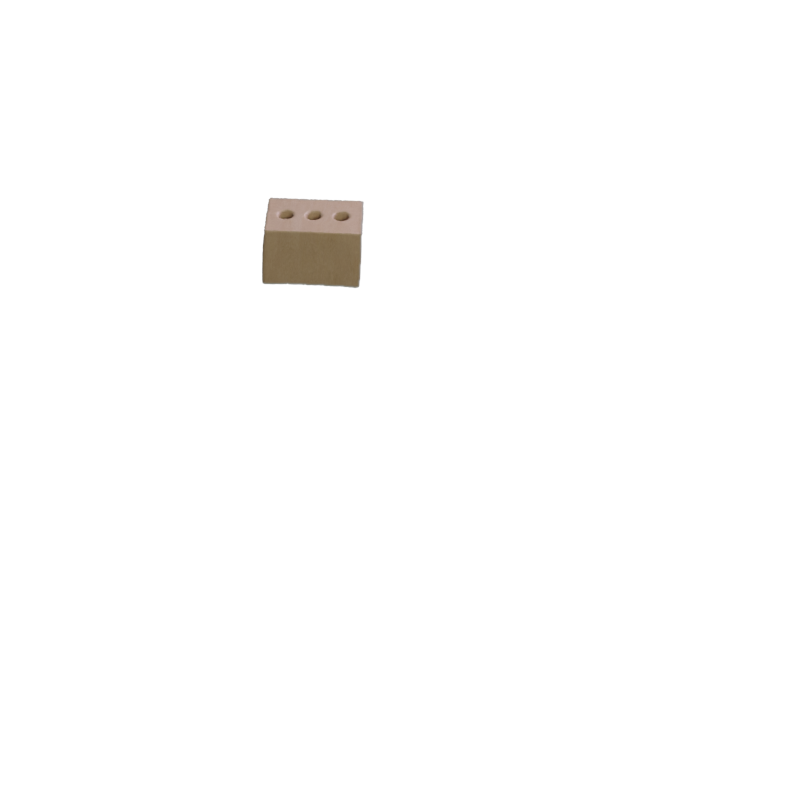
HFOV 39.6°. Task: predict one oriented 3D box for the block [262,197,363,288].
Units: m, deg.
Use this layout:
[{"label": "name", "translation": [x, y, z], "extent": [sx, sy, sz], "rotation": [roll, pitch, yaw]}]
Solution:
[{"label": "block", "translation": [-0.069, -0.126, 0.879], "extent": [0.078, 0.048, 0.056], "rotation": [2, 38, 1]}]
